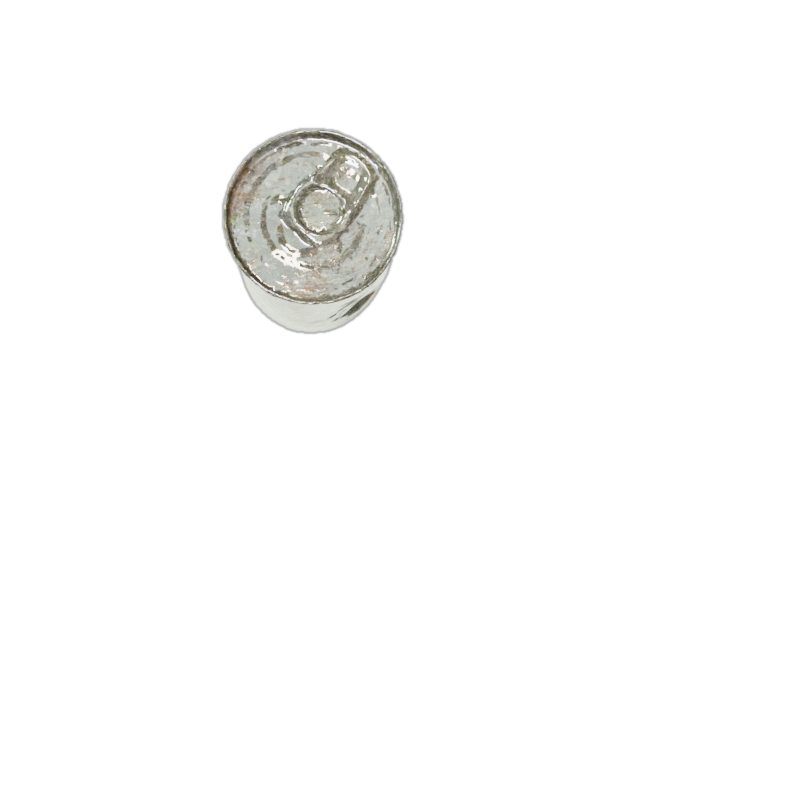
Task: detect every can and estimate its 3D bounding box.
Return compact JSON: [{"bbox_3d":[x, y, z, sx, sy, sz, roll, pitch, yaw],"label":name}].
[{"bbox_3d":[-0.036,-0.066,0.466,0.068,0.070,0.100,0,-6,-3],"label":"can"}]
